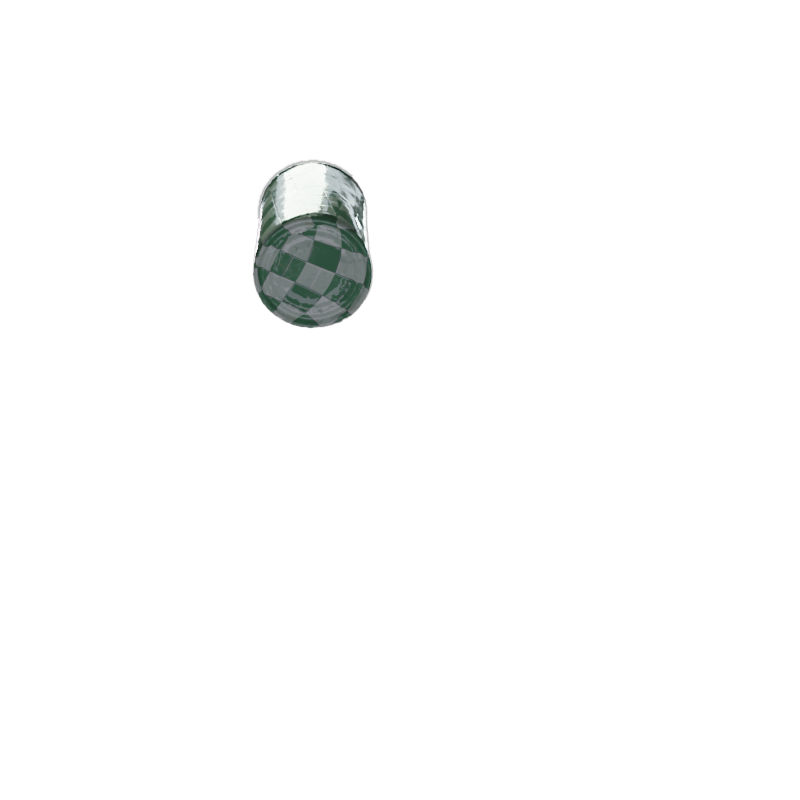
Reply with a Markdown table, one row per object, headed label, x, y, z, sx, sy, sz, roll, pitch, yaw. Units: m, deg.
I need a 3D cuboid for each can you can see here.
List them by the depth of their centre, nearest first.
| label | x | y | z | sx | sy | sz | roll | pitch | yaw |
| --- | --- | --- | --- | --- | --- | --- | --- | --- | --- |
| can | -0.051 | -0.093 | 0.649 | 0.068 | 0.065 | 0.108 | 0 | 26 | -3 |
